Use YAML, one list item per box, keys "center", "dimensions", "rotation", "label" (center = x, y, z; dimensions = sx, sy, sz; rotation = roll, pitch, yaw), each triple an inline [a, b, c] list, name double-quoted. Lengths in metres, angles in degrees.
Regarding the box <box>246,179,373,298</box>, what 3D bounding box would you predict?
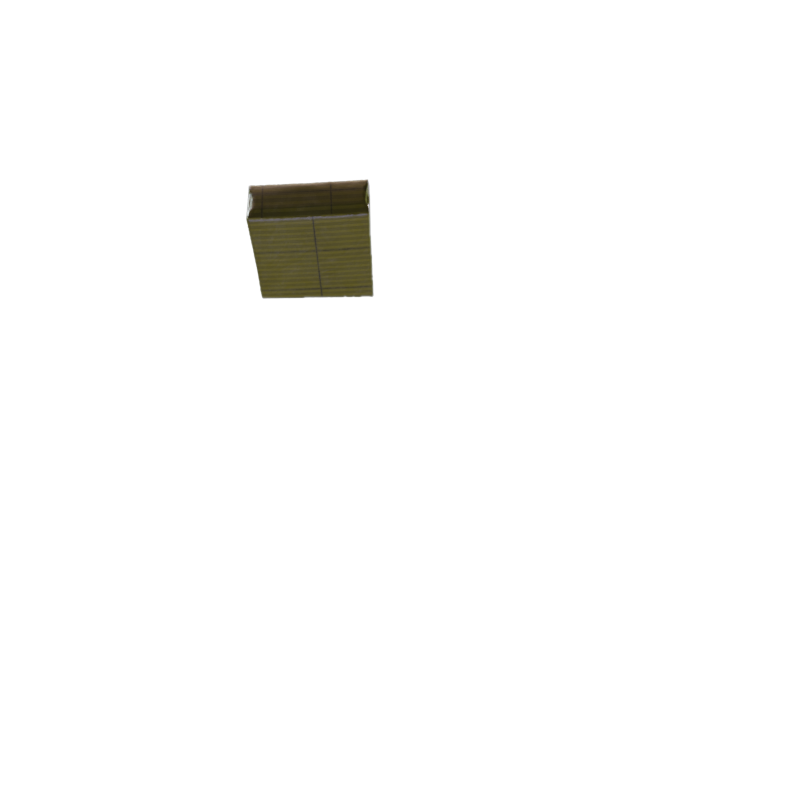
- center: [-0.054, -0.098, 0.689]
  dimensions: [0.073, 0.032, 0.083]
  rotation: [-1, -31, 2]
  label: "box"
